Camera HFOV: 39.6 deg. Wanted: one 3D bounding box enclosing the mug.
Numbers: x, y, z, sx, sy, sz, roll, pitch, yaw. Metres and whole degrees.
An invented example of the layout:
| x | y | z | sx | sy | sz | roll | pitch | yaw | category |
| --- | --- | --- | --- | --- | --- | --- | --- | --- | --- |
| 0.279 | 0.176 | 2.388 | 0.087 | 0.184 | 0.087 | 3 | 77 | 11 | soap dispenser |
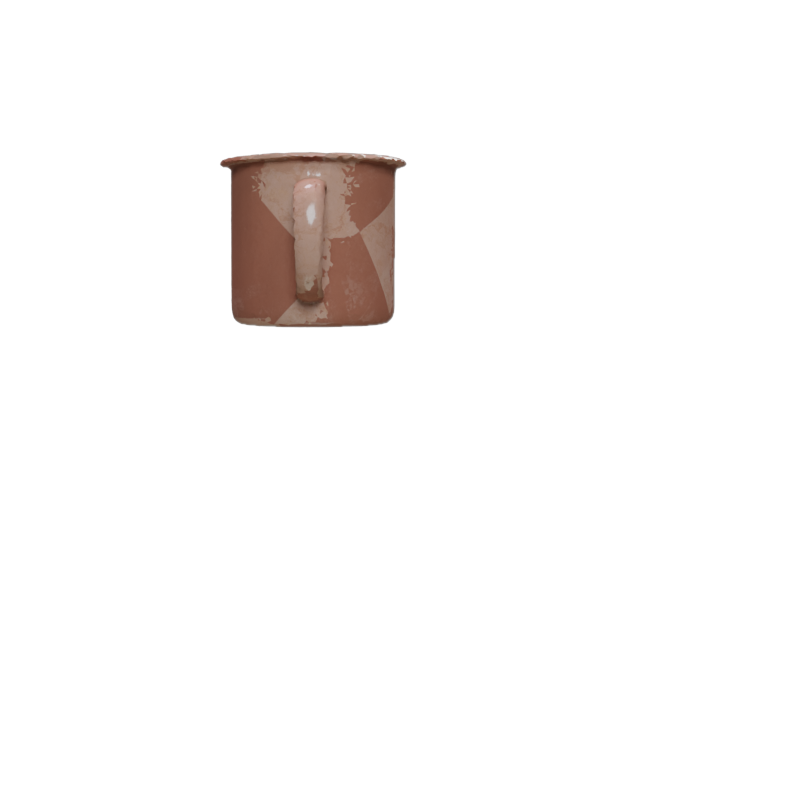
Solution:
| x | y | z | sx | sy | sz | roll | pitch | yaw | category |
| --- | --- | --- | --- | --- | --- | --- | --- | --- | --- |
| -0.043 | -0.078 | 0.543 | 0.093 | 0.081 | 0.118 | 0 | 4 | -4 | mug |
